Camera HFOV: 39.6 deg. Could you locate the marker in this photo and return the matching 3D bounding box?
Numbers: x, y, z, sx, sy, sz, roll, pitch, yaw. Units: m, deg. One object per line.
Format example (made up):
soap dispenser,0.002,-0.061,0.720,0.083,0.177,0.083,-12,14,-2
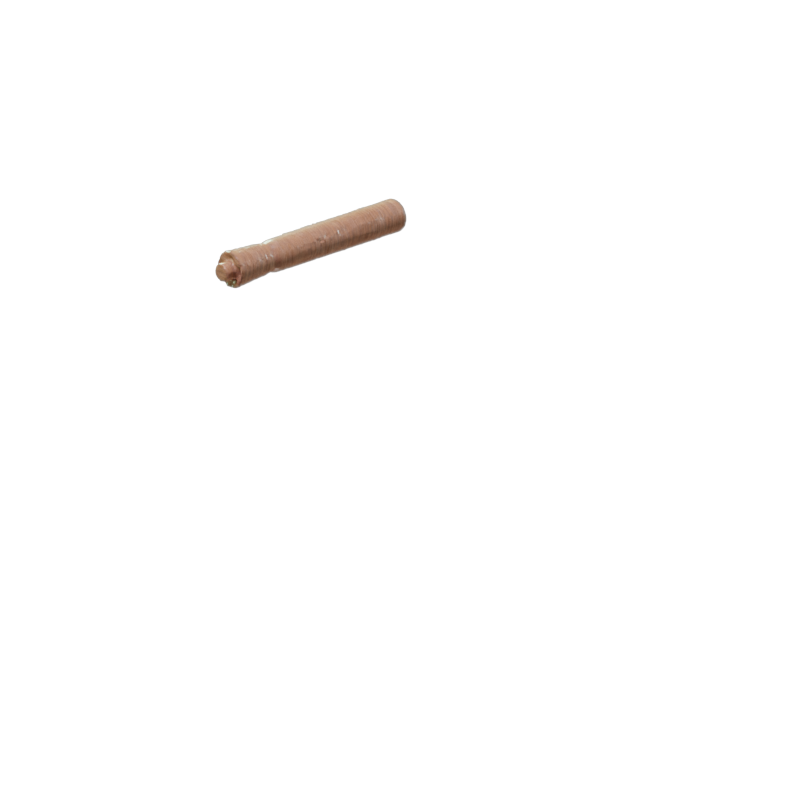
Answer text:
marker,-0.045,-0.081,0.569,0.120,0.019,0.021,-26,20,-39
